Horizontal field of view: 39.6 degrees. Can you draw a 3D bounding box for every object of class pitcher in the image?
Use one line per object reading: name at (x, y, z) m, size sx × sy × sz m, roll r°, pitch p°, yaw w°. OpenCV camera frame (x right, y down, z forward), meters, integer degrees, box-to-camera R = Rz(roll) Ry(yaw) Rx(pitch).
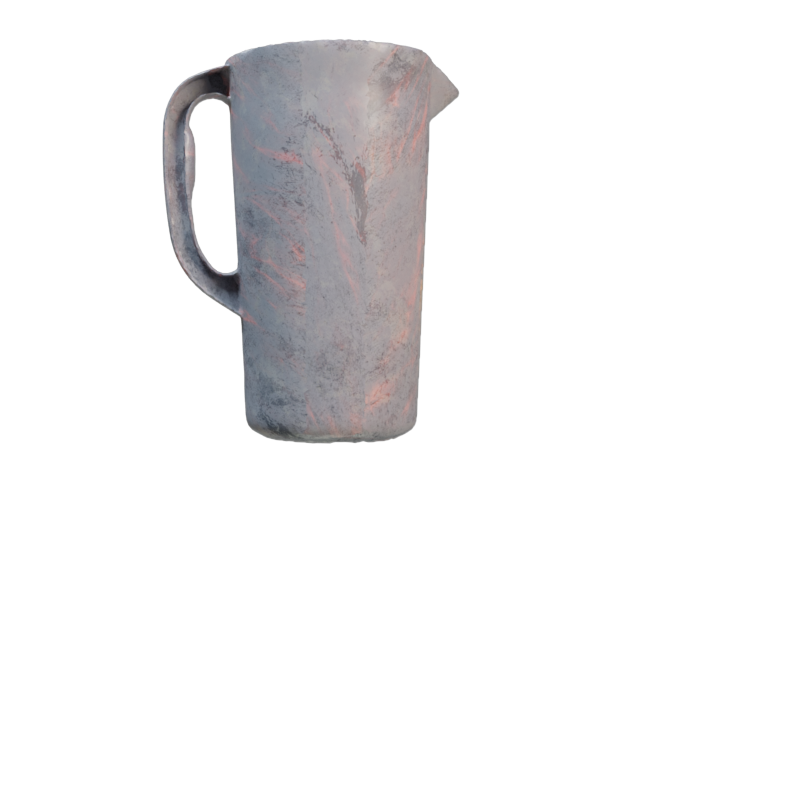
pitcher at (-0.055, -0.100, 0.702) m, size 0.154 × 0.244 × 0.139 m, roll -1°, pitch -1°, yaw 35°
